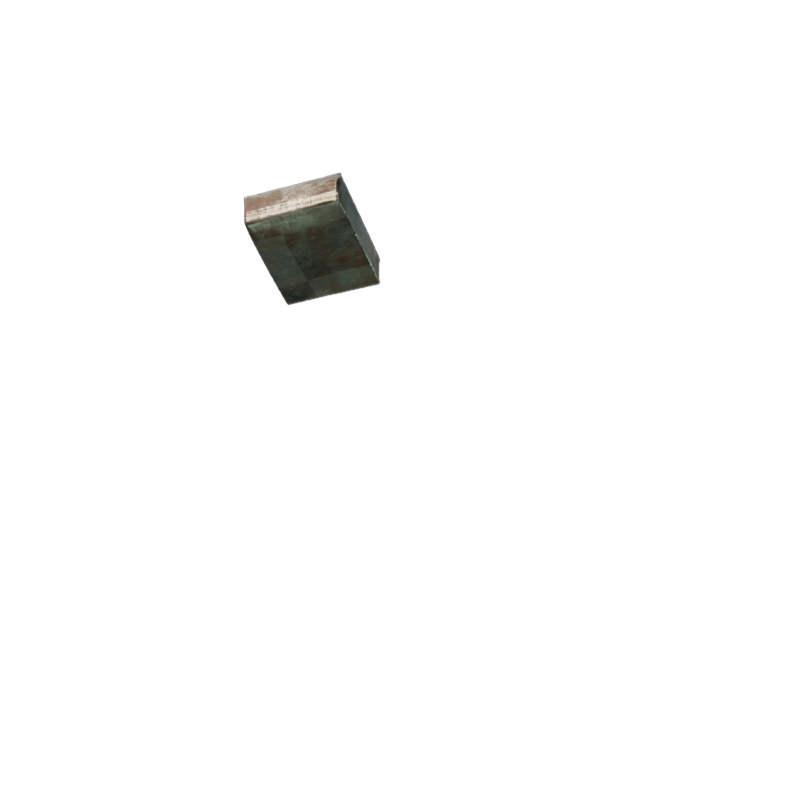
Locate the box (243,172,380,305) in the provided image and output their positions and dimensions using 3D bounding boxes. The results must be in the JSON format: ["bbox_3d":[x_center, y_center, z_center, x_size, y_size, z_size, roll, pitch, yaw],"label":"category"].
[{"bbox_3d":[-0.076,-0.138,0.965,0.091,0.042,0.105,-12,-41,14],"label":"box"}]
